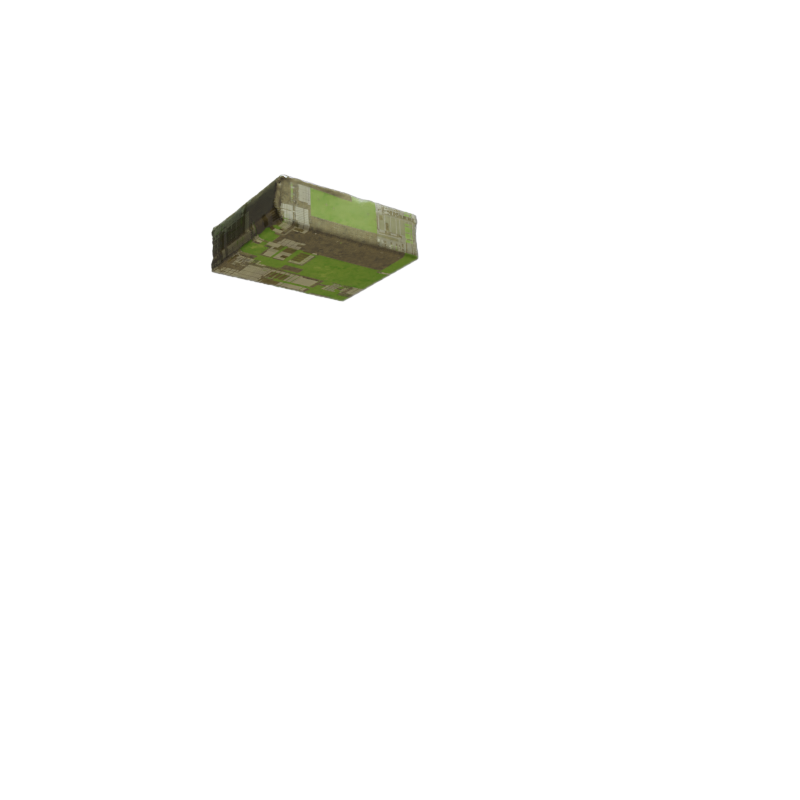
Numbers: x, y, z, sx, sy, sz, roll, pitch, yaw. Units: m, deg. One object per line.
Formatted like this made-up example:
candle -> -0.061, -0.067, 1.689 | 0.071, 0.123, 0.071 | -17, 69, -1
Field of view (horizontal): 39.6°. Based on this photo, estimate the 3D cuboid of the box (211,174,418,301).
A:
box -> -0.047, -0.085, 0.597 | 0.085, 0.032, 0.073 | 12, -23, -32
